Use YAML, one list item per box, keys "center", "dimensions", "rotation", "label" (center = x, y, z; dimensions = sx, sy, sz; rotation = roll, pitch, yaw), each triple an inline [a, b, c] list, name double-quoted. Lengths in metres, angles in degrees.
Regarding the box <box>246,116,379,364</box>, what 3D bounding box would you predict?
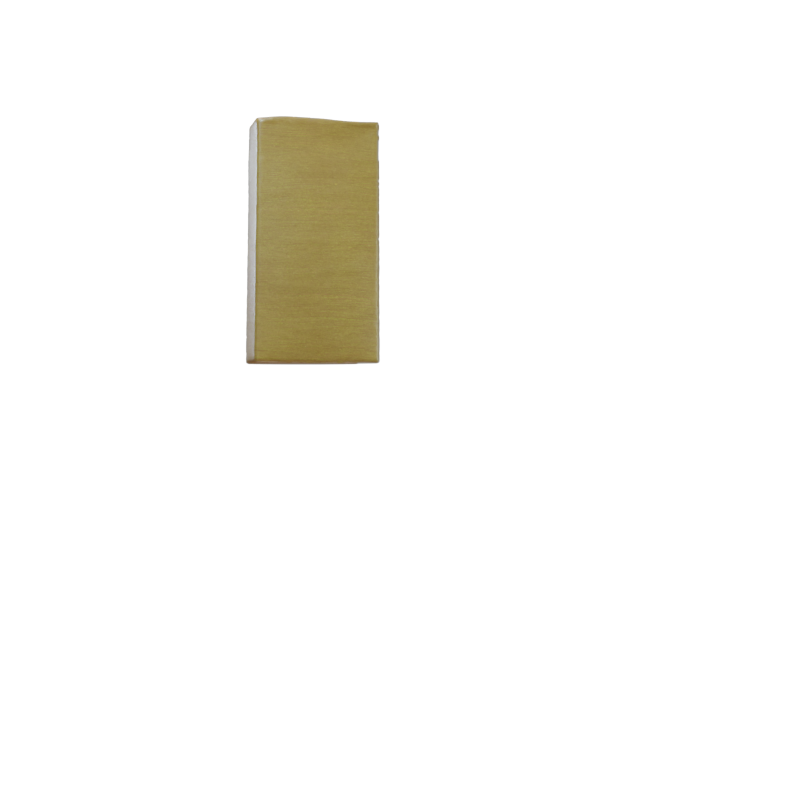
- center: [-0.063, -0.114, 0.801]
  dimensions: [0.092, 0.179, 0.048]
  rotation: [1, -5, -13]
  label: "box"
